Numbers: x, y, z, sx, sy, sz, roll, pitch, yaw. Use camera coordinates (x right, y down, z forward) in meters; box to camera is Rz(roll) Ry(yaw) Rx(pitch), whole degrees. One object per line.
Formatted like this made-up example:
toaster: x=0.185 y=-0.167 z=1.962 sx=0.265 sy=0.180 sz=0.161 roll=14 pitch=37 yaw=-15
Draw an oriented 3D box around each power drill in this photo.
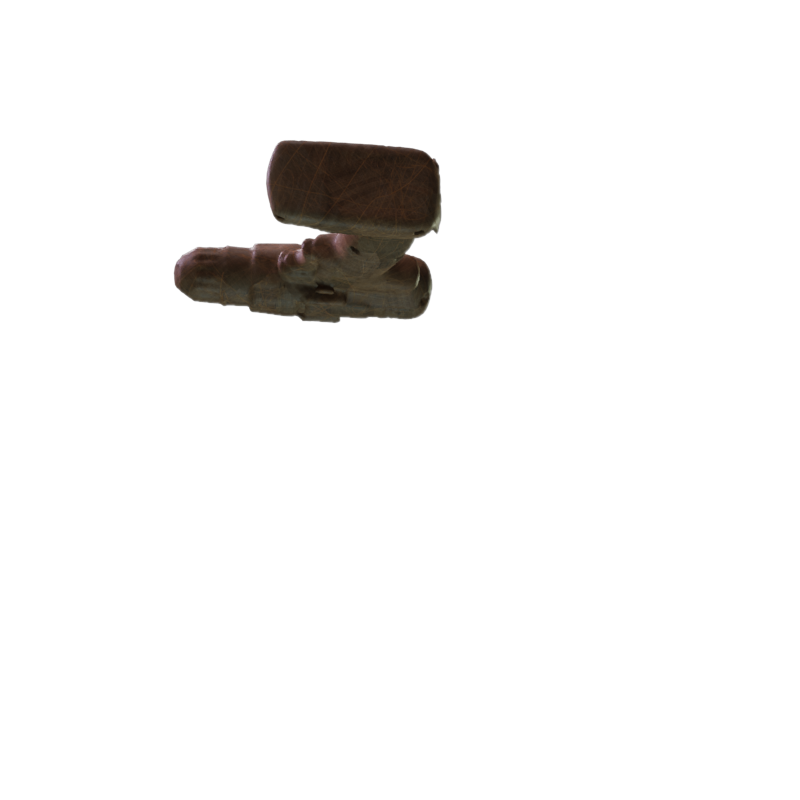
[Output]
power drill: x=-0.057 y=-0.105 z=0.734 sx=0.183 sy=0.060 sz=0.181 roll=2 pitch=-16 yaw=-8
